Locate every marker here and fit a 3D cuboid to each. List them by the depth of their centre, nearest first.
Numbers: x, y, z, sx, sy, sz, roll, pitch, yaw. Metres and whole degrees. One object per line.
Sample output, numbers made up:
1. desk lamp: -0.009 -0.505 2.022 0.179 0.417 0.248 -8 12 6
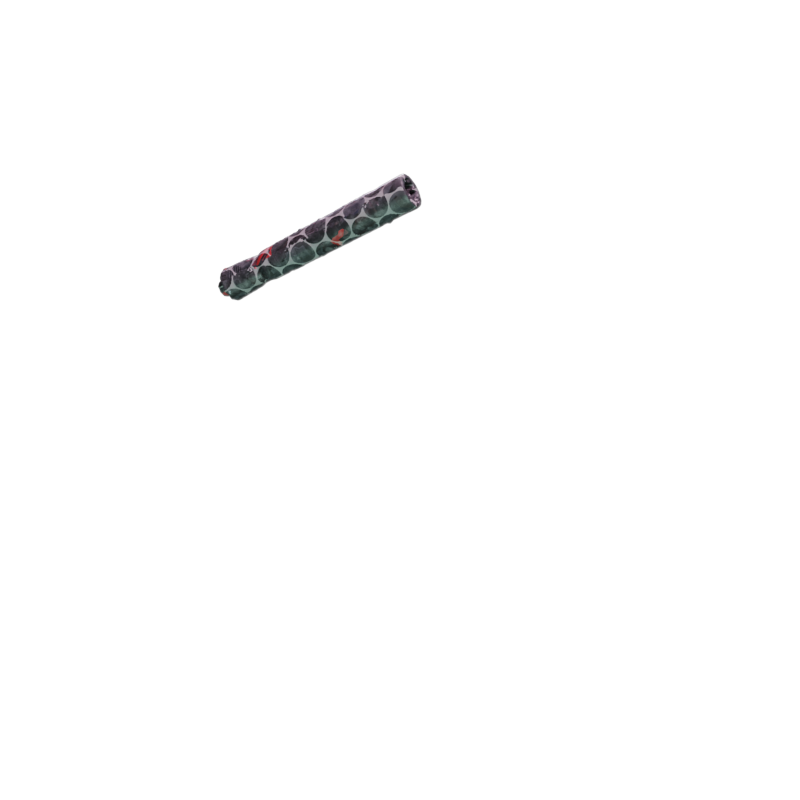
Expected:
1. marker: -0.045 -0.081 0.569 0.121 0.020 0.019 -24 -7 26
